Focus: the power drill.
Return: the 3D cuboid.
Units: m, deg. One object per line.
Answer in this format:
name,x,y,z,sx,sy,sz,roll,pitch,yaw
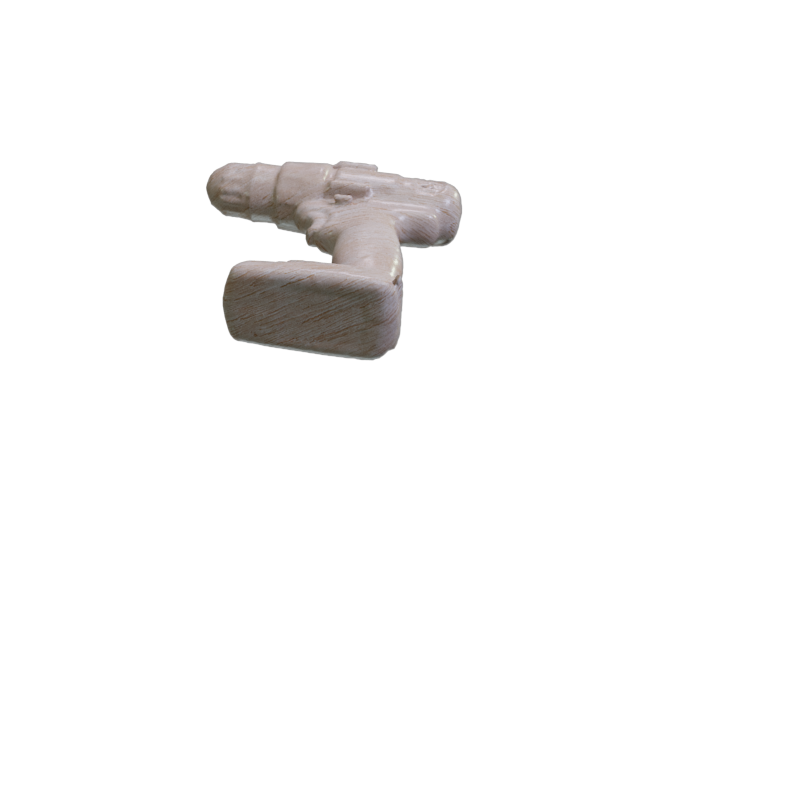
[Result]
power drill,-0.057,-0.105,0.733,0.187,0.054,0.197,5,34,8
